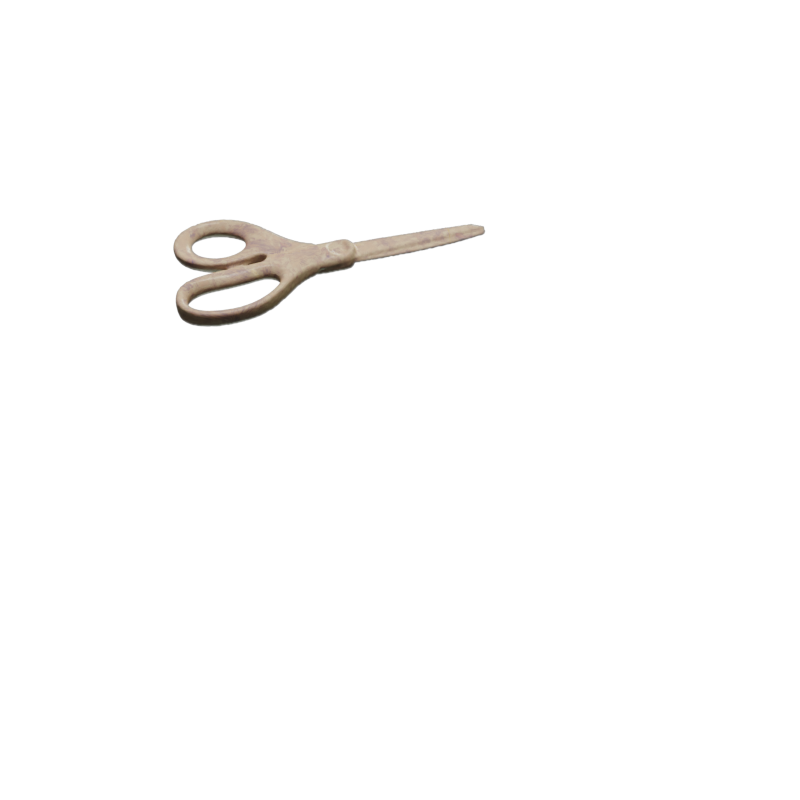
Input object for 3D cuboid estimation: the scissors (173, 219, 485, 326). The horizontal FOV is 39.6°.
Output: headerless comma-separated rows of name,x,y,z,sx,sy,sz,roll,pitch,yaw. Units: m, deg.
scissors,-0.055,-0.100,0.703,0.200,0.015,0.104,-24,50,-23
